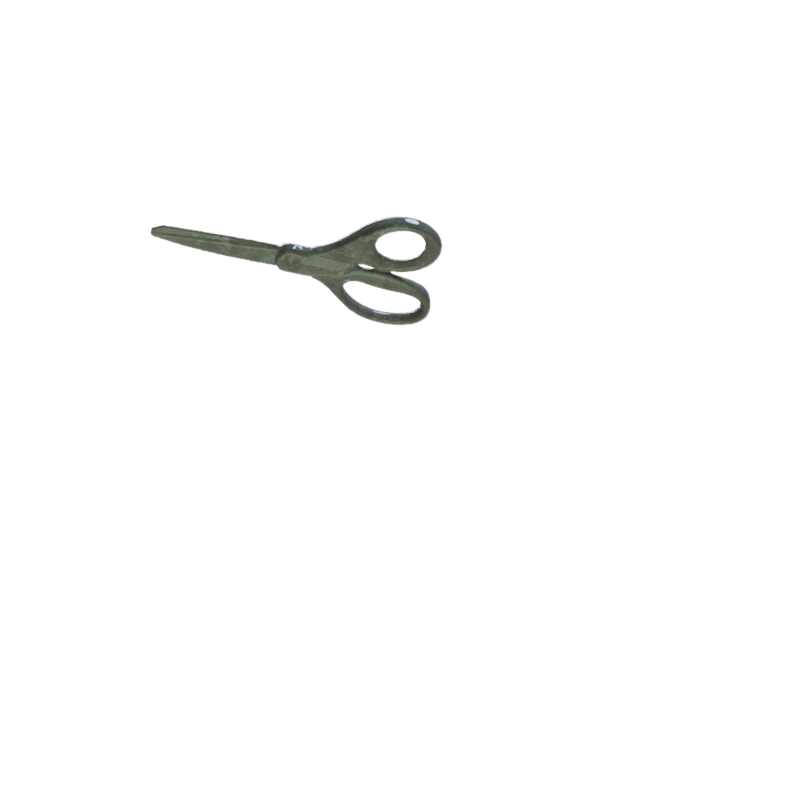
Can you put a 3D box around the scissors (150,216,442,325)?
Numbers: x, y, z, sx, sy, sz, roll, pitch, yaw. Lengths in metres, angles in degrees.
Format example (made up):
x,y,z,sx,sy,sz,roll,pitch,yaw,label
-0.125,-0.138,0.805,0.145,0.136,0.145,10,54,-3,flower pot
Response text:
x,y,z,sx,sy,sz,roll,pitch,yaw,label
-0.059,-0.108,0.757,0.195,0.093,0.017,23,35,-17,scissors
